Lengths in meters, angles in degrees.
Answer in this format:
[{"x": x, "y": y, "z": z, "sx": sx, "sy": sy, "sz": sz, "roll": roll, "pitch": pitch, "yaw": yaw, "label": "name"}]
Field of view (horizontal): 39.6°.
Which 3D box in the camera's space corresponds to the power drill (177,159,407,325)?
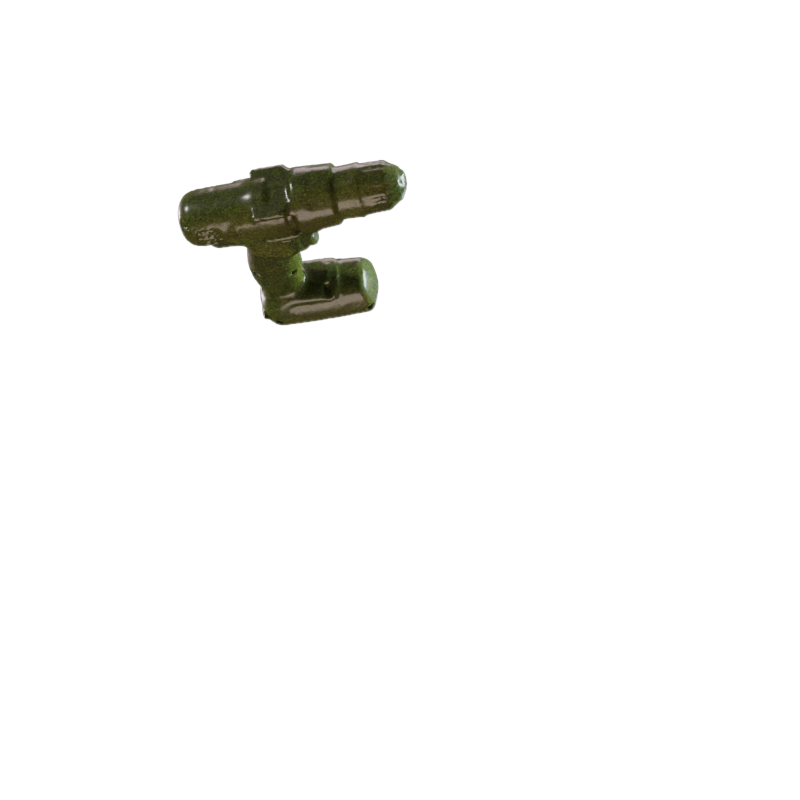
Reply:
[{"x": -0.073, "y": -0.133, "z": 0.932, "sx": 0.187, "sy": 0.061, "sz": 0.174, "roll": -6, "pitch": -26, "yaw": 11, "label": "power drill"}]
